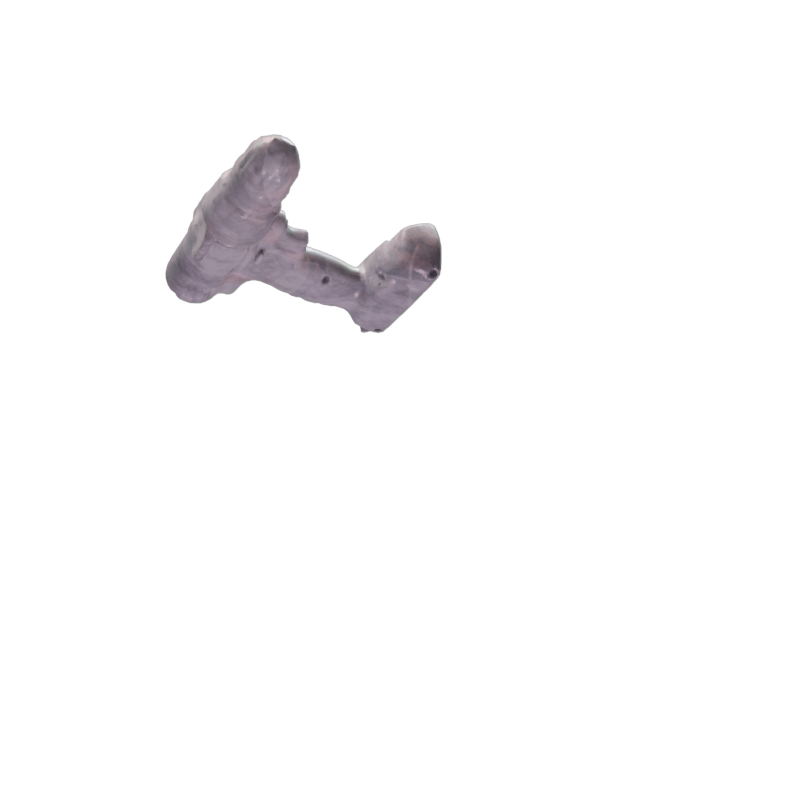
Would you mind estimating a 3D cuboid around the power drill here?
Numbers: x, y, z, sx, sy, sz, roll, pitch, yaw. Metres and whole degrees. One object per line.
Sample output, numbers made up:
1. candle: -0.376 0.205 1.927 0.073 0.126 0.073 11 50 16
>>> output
1. power drill: -0.066 -0.120 0.843 0.180 0.061 0.180 15 -33 -24
